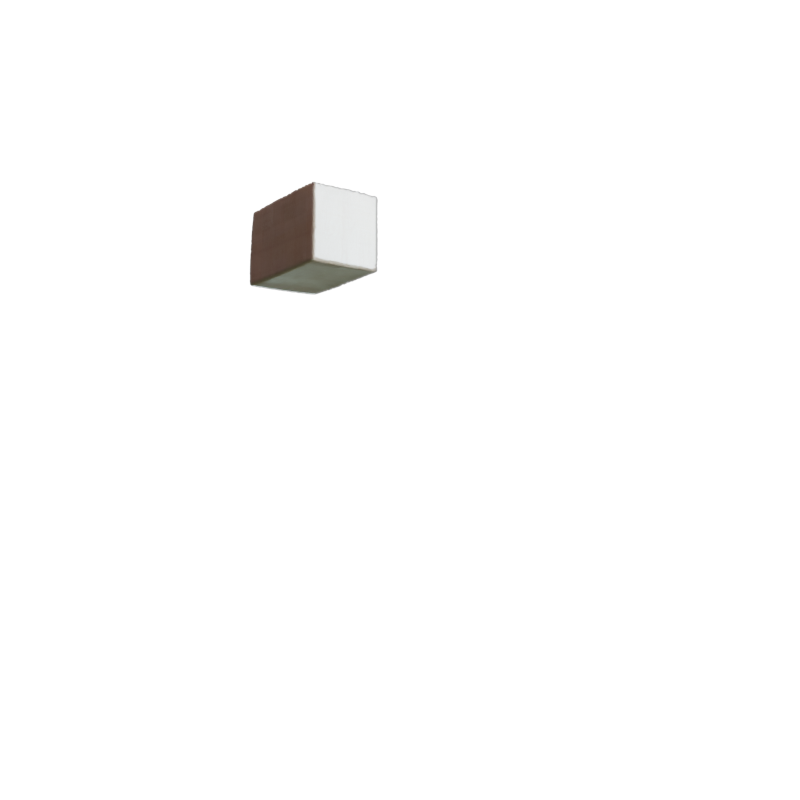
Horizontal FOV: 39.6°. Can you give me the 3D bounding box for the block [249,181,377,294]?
[{"bbox_3d":[-0.057,-0.104,0.728,0.050,0.053,0.079,9,-14,-35],"label":"block"}]
